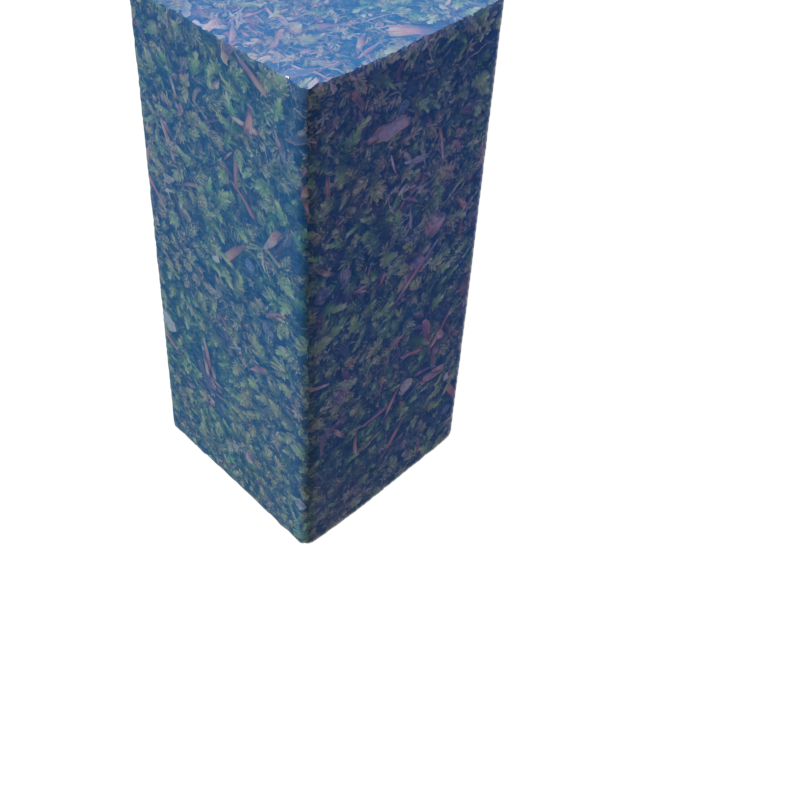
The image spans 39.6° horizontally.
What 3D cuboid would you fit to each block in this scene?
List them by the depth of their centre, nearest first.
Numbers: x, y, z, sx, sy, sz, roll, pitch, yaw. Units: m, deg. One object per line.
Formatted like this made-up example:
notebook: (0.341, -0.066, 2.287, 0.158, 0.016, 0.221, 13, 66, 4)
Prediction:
block: (-0.032, -0.060, 0.417, 0.090, 0.192, 0.097, -32, 52, -33)
